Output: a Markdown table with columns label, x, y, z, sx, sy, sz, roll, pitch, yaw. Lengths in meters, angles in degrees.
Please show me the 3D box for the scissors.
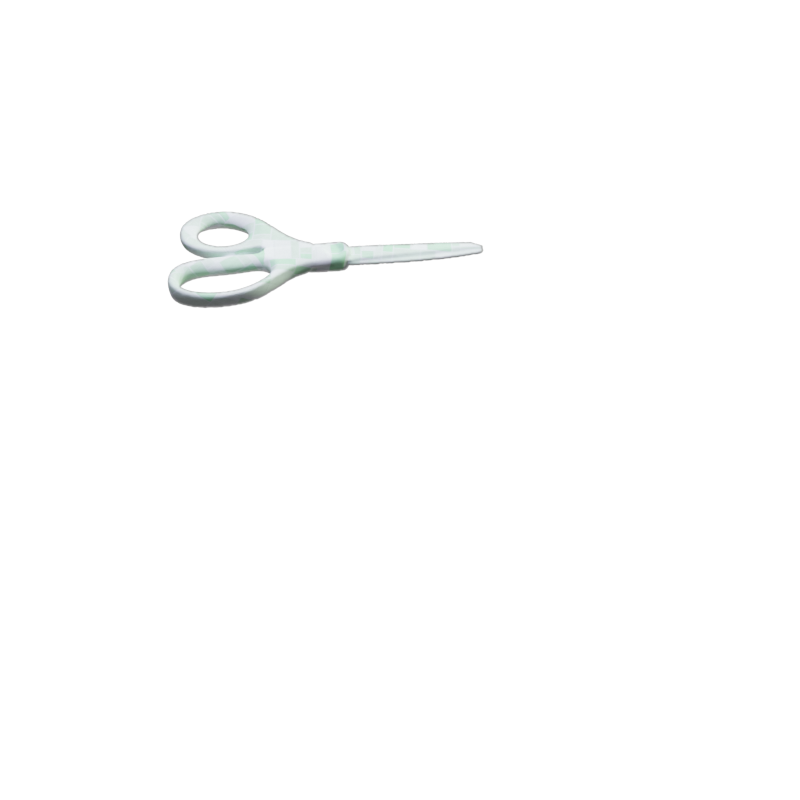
| label | x | y | z | sx | sy | sz | roll | pitch | yaw |
| --- | --- | --- | --- | --- | --- | --- | --- | --- | --- |
| scissors | -0.057 | -0.104 | 0.727 | 0.199 | 0.015 | 0.104 | -15 | 45 | -16 |
